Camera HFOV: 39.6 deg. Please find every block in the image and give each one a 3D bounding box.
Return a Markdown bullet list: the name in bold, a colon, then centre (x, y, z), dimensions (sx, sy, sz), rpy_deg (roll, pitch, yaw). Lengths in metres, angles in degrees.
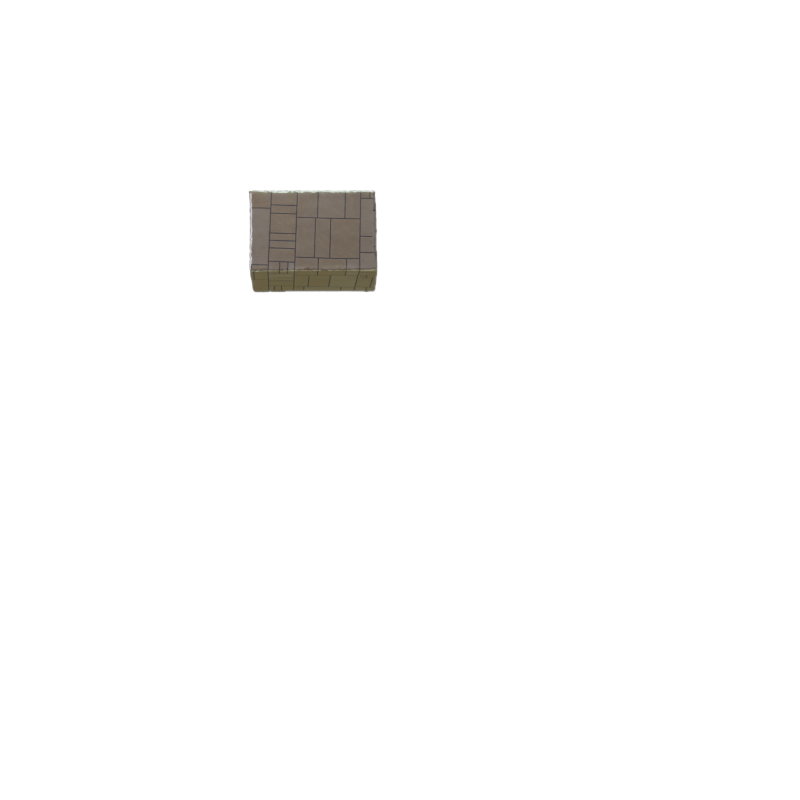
- **block**: centre (-0.053, -0.097, 0.677), dimensions (0.078, 0.053, 0.051), rpy_deg (0, -13, -2)
